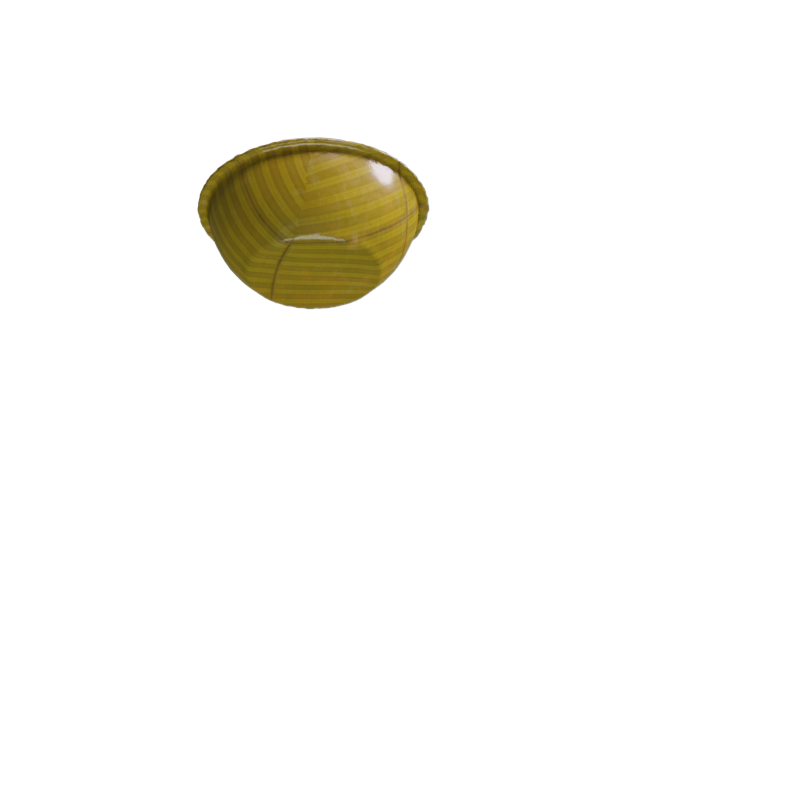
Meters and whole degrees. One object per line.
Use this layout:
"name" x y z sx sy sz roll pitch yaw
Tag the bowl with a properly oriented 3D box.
"bowl" -0.060 -0.109 0.762 0.162 0.059 0.152 1 -29 -2
